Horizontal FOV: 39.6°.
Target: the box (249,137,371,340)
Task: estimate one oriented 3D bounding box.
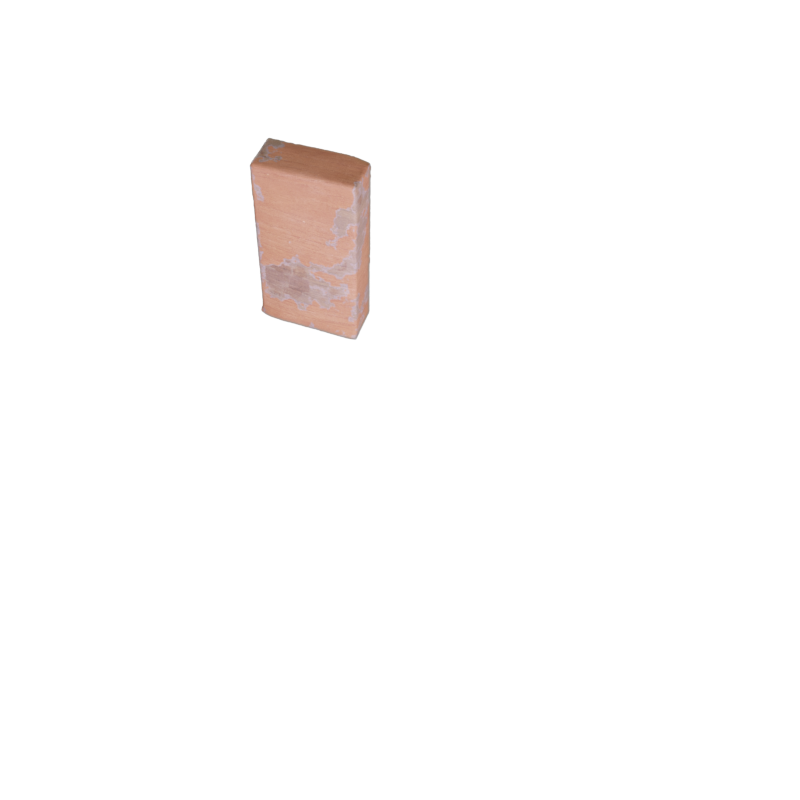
[{"bbox_3d":[-0.073,-0.134,0.939,0.096,0.164,0.050,17,47,13],"label":"box"}]
